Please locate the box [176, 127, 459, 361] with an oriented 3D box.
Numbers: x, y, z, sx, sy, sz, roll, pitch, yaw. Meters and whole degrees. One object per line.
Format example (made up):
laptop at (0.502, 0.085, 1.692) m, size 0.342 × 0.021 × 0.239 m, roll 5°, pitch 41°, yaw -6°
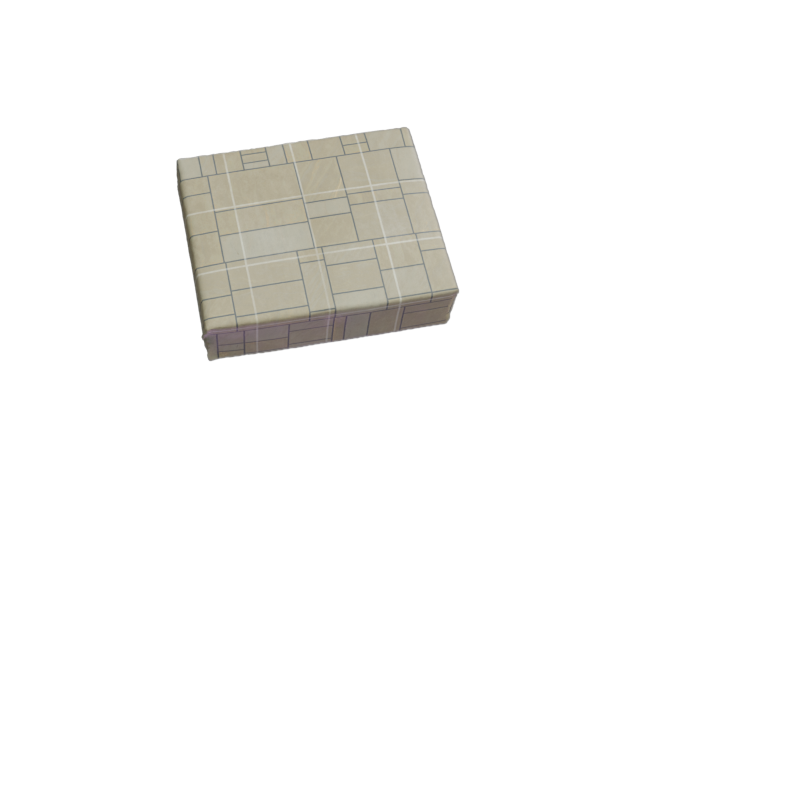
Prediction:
box at (-0.039, -0.072, 0.501) m, size 0.113 × 0.096 × 0.036 m, roll -11°, pitch -29°, yaw -7°
